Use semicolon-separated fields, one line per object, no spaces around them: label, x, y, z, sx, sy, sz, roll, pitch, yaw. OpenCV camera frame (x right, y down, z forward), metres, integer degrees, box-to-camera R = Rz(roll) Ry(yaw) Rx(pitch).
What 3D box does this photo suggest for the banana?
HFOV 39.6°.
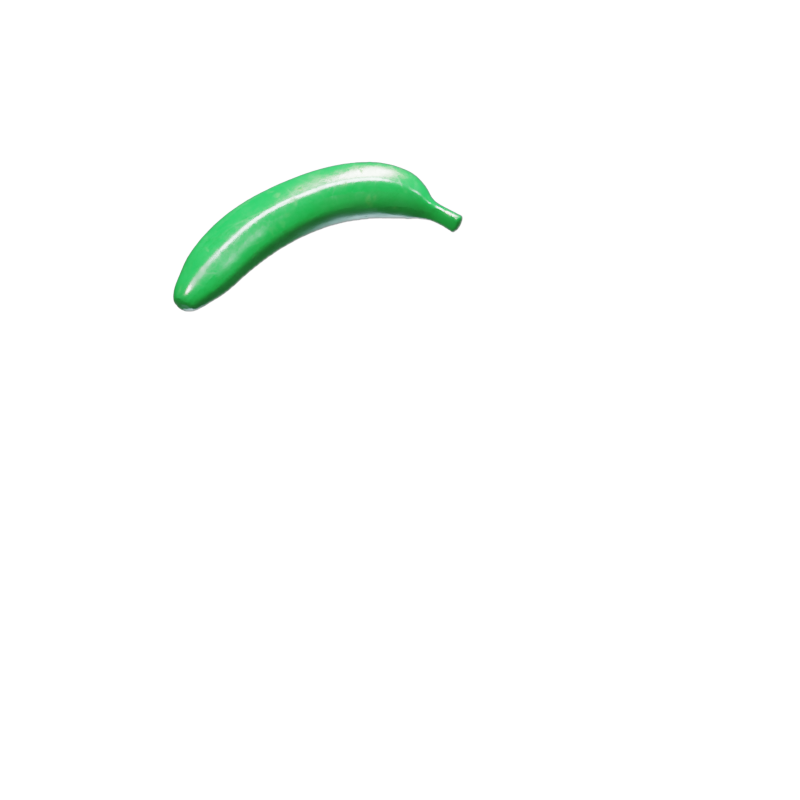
banana;-0.060;-0.113;0.704;0.196;0.034;0.075;-21;50;-19
